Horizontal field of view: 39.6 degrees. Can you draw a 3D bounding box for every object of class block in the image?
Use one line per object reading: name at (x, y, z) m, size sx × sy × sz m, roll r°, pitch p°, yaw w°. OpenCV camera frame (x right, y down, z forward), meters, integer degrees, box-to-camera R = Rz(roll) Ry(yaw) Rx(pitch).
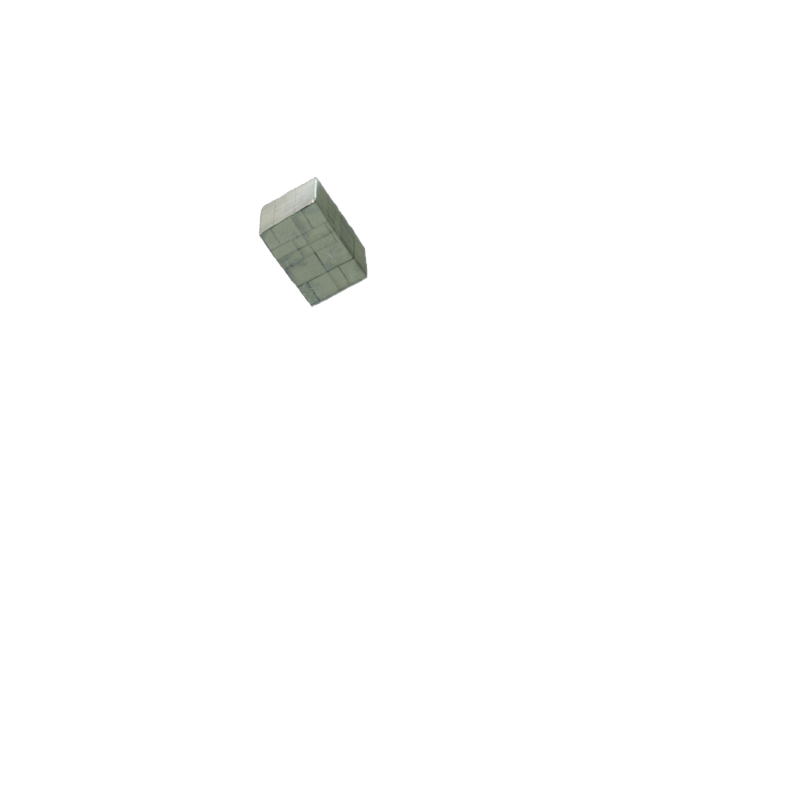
block at (-0.067, -0.123, 0.860) m, size 0.053 × 0.073 × 0.054 m, roll -28°, pitch 27°, yaw 14°
